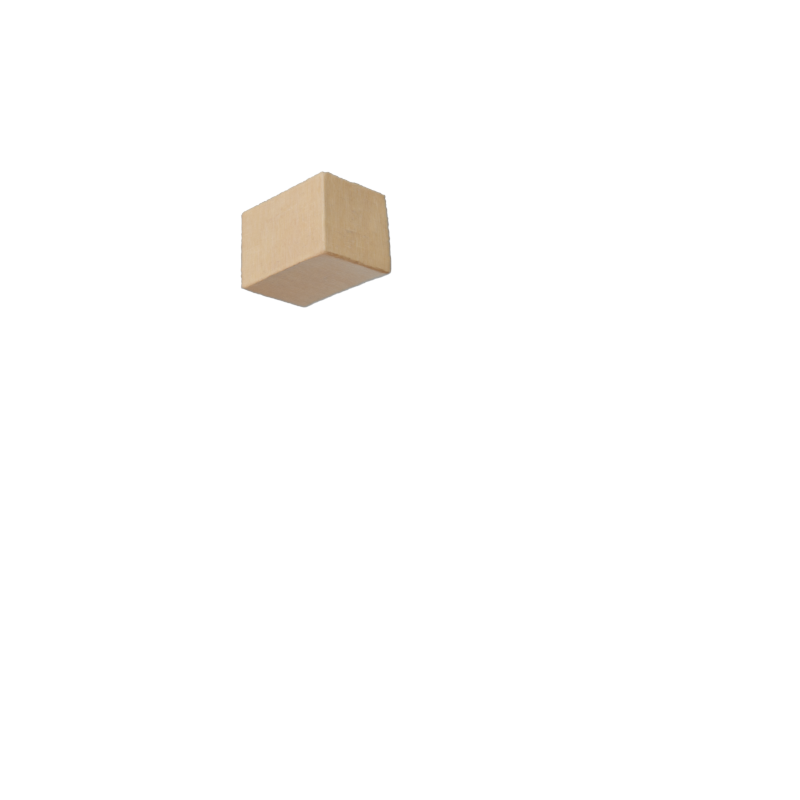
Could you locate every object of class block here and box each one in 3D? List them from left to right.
[{"bbox_3d":[-0.051,-0.093,0.653,0.050,0.054,0.079,17,-25,-42],"label":"block"}]
